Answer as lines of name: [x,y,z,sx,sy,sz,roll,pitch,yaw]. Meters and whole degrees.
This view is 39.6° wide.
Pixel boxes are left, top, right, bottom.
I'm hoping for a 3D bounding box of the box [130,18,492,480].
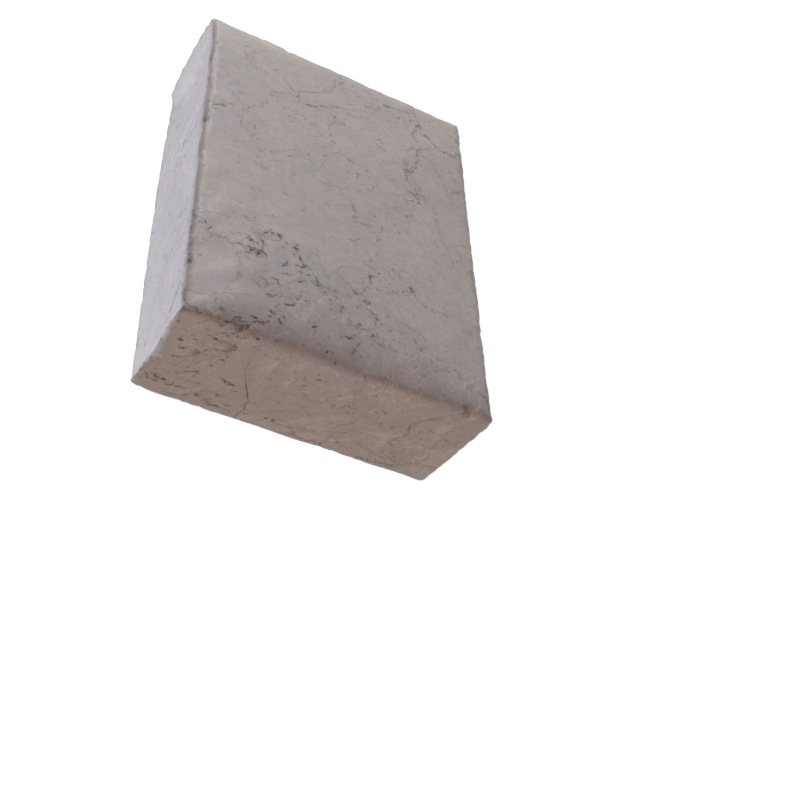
box: [-0.046,-0.083,0.582,0.157,0.230,0.070,19,-45,-23]
